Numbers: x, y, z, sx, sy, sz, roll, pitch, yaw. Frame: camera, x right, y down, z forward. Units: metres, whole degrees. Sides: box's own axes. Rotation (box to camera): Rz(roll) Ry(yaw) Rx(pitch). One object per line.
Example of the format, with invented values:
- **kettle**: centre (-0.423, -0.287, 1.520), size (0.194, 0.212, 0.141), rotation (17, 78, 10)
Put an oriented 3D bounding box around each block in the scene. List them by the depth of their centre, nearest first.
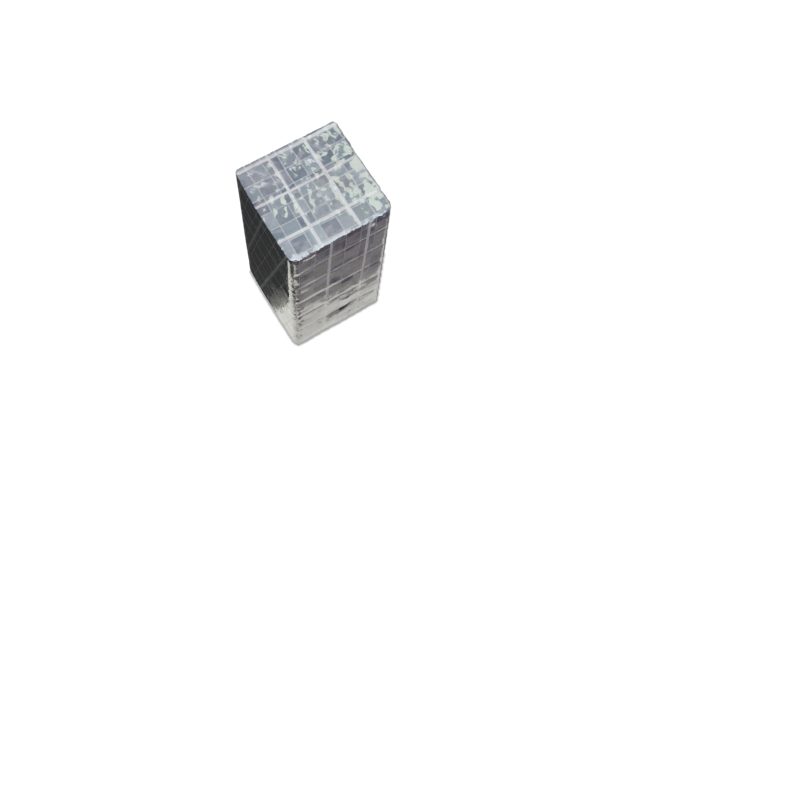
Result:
- **block**: centre (-0.072, -0.132, 0.926), size (0.091, 0.094, 0.197), rotation (-29, -13, -12)
